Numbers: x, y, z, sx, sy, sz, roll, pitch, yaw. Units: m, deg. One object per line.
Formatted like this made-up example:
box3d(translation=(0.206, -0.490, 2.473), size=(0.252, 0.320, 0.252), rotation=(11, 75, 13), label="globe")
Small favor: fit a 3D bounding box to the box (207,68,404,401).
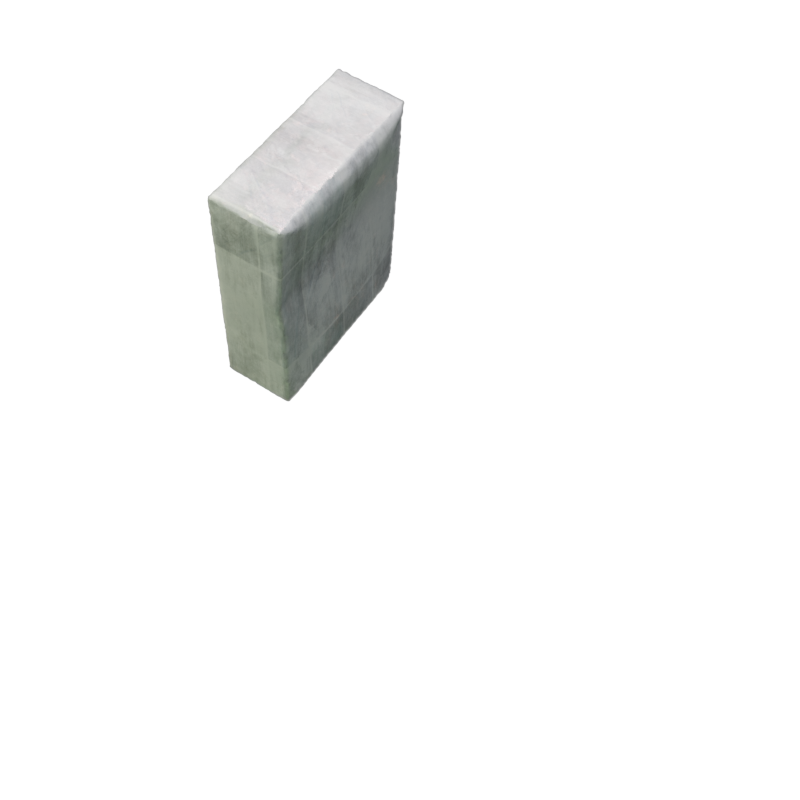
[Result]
box3d(translation=(-0.068, -0.125, 0.872), size=(0.075, 0.169, 0.200), rotation=(28, -32, 15), label="box")
